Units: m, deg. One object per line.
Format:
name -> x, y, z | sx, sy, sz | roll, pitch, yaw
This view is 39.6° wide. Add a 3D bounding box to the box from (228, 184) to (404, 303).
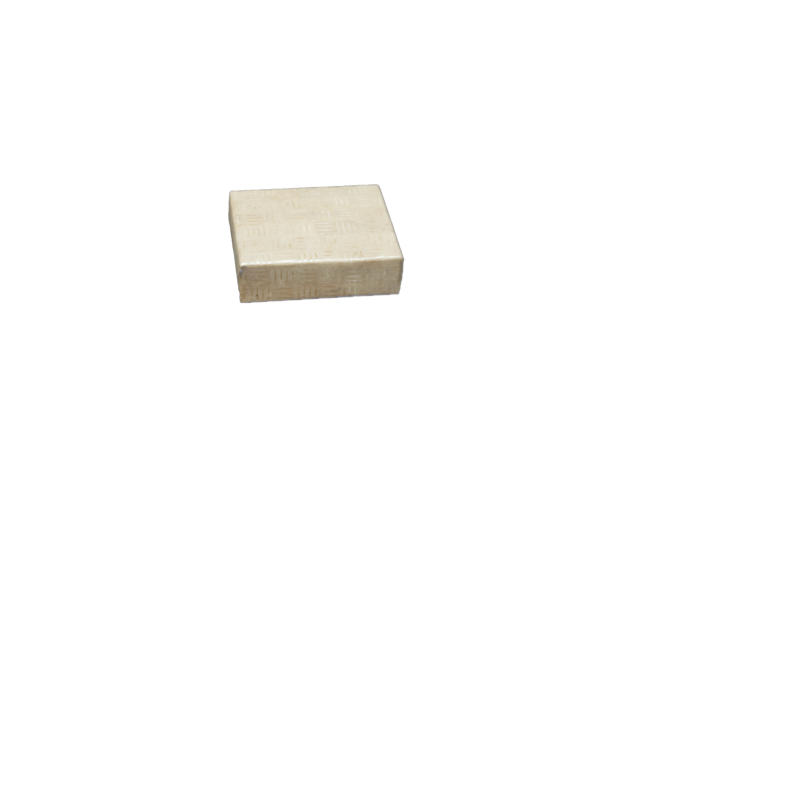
box -> -0.061, -0.110, 0.773 | 0.112, 0.036, 0.097 | -6, 41, -7
